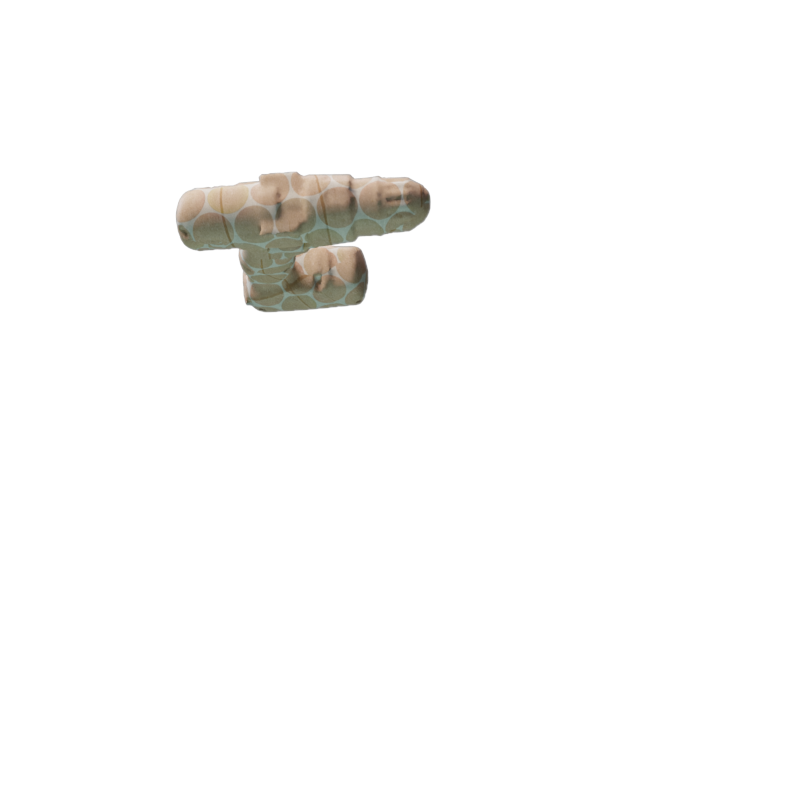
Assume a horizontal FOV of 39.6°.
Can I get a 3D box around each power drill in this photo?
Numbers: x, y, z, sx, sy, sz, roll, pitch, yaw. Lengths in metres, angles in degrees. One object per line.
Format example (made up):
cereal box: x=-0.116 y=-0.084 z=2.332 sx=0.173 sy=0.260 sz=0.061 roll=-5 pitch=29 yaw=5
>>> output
power drill: x=-0.068 y=-0.124 z=0.867 sx=0.185 sy=0.060 sz=0.179 roll=-1 pitch=-15 yaw=4
